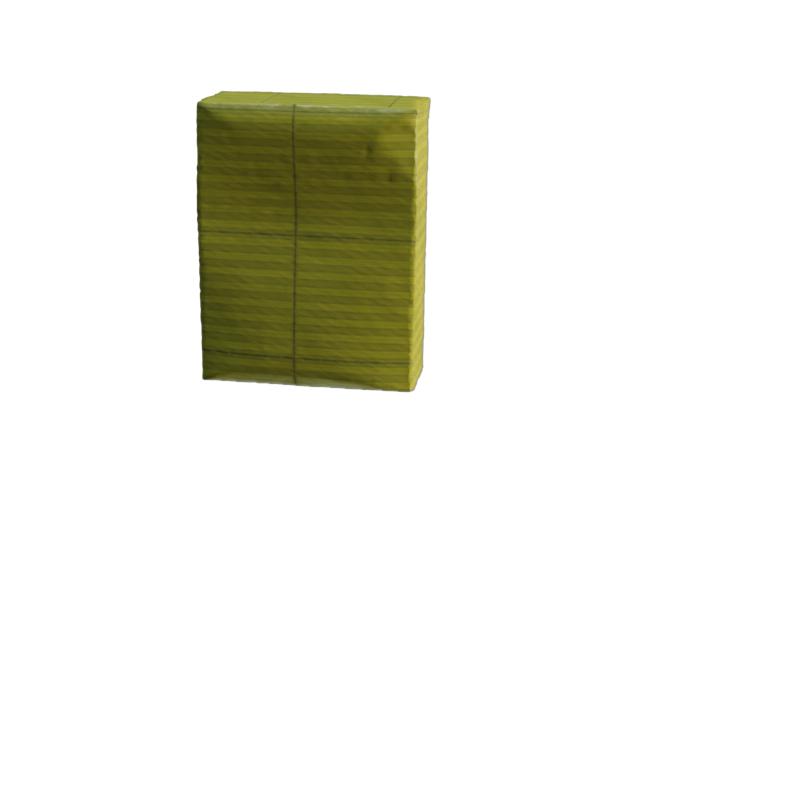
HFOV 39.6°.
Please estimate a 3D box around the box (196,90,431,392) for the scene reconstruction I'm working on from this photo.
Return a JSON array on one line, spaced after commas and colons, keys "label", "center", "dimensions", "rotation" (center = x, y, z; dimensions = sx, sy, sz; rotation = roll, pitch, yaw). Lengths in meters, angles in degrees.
[{"label": "box", "center": [-0.064, -0.118, 0.824], "dimensions": [0.167, 0.206, 0.073], "rotation": [4, 16, 11]}]
